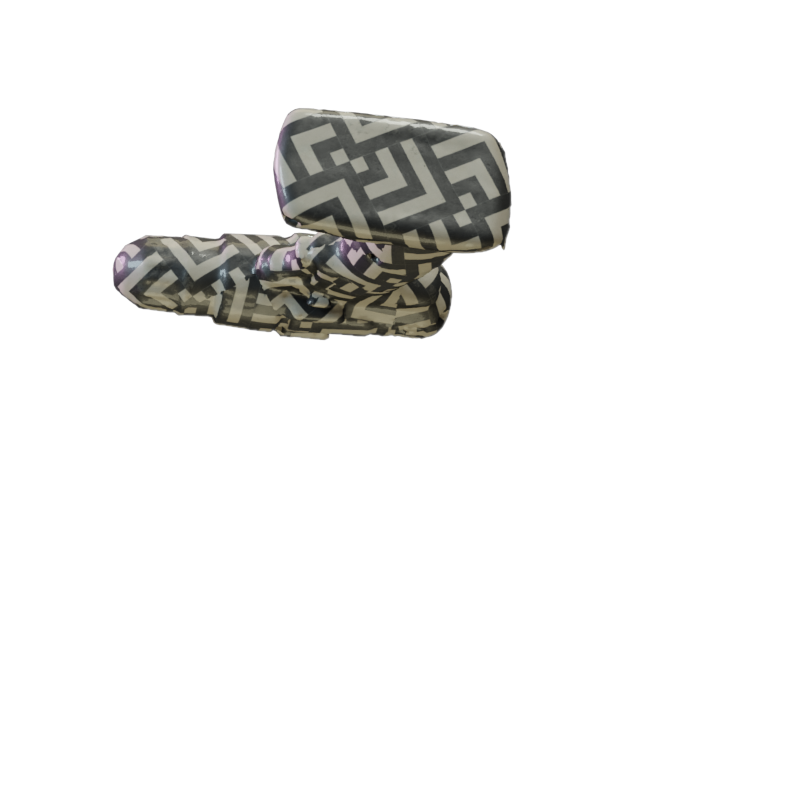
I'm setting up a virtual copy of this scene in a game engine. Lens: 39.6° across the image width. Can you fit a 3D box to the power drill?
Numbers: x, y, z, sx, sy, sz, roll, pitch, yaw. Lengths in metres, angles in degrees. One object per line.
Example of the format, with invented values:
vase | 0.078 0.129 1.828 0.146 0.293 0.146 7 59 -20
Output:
power drill | -0.042 -0.077 0.540 0.181 0.059 0.185 3 -12 -15
